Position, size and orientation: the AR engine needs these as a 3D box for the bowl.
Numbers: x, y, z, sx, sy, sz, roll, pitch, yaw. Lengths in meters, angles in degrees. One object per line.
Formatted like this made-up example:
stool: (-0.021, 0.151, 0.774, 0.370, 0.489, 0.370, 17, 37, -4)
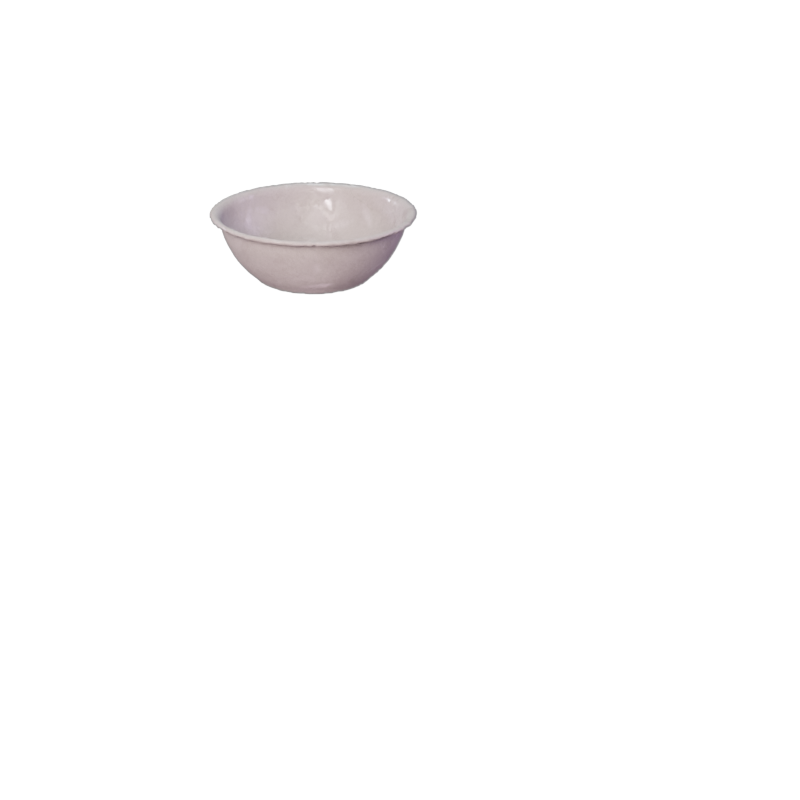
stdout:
bowl: (-0.069, -0.125, 0.875, 0.162, 0.052, 0.170, -1, 25, -2)
